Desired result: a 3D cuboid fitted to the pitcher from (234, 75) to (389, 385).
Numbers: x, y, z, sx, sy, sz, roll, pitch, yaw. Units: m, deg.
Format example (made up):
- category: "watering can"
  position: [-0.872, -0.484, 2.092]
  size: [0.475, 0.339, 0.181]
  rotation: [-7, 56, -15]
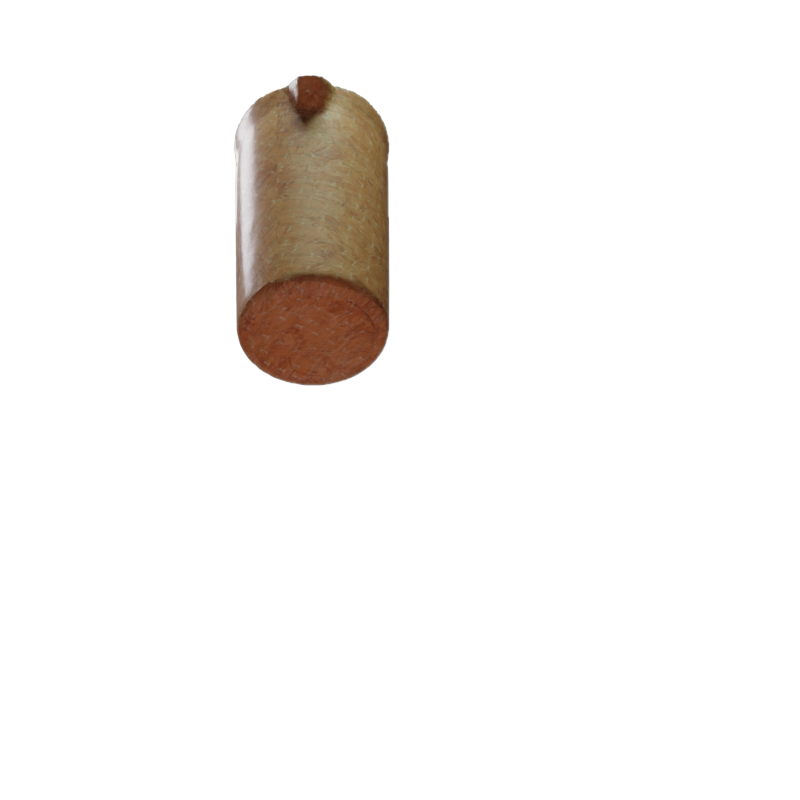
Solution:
- category: "pitcher"
  position: [-0.068, -0.125, 0.873]
  size: [0.144, 0.261, 0.140]
  rotation: [-35, -54, 27]
